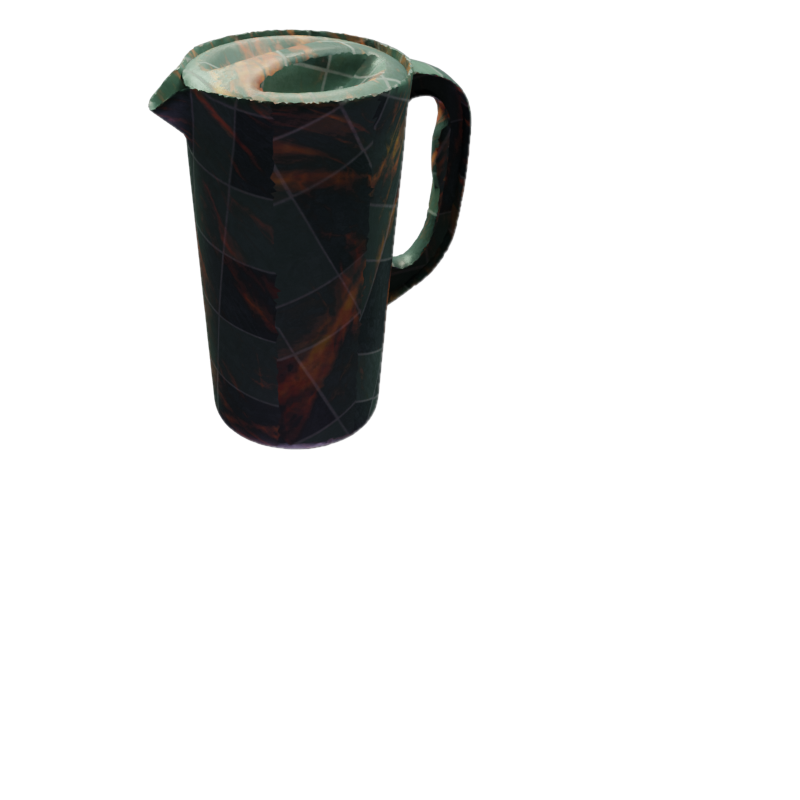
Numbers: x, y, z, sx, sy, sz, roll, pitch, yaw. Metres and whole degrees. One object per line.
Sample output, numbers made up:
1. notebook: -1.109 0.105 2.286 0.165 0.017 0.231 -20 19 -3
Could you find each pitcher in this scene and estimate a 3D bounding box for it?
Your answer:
1. pitcher: -0.053 -0.097 0.678 0.156 0.229 0.147 16 33 23
